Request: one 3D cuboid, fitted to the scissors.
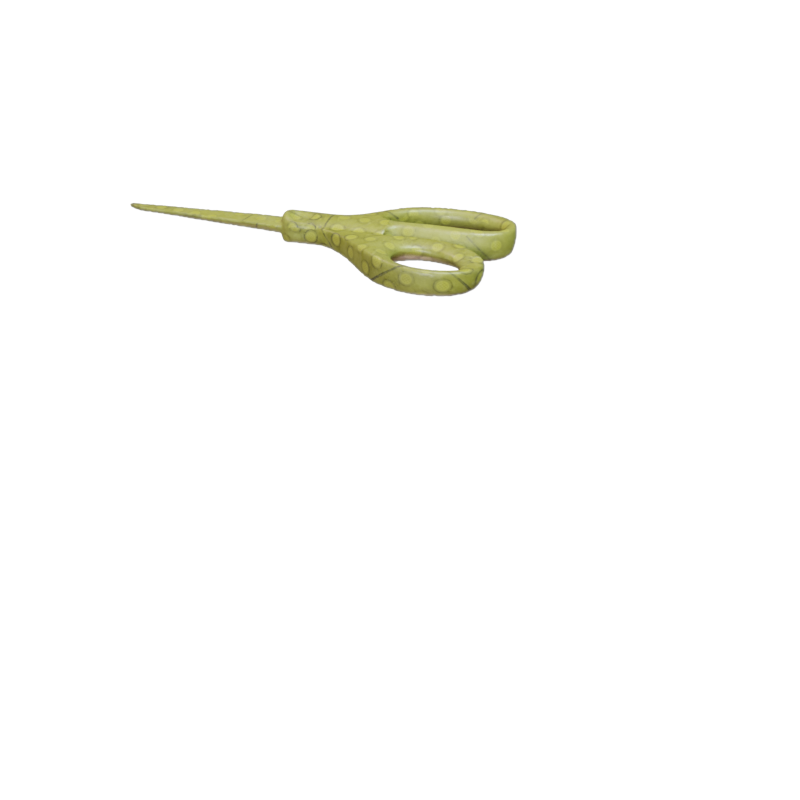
[{"bbox_3d":[-0.043,-0.078,0.548,0.202,0.015,0.101,1,28,3],"label":"scissors"}]
